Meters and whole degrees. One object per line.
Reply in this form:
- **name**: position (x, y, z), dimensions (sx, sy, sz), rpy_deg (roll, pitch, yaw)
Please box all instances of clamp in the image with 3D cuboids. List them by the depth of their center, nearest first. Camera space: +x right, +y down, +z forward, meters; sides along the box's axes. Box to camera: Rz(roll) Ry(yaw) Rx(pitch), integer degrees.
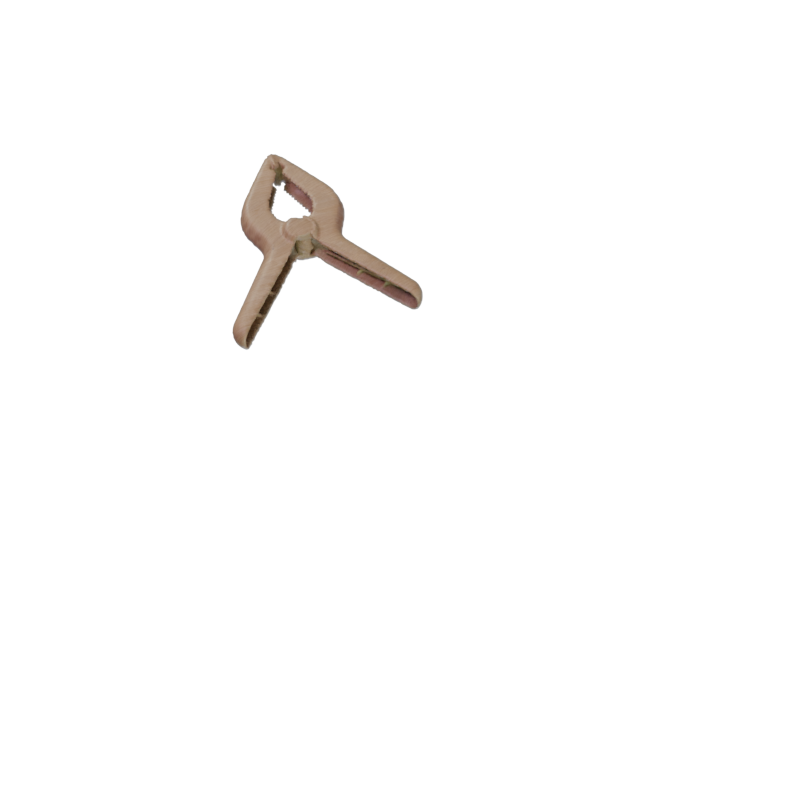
- **clamp**: position (-0.078, -0.141, 0.991), dimensions (0.163, 0.227, 0.034), rpy_deg (-8, -38, -7)
